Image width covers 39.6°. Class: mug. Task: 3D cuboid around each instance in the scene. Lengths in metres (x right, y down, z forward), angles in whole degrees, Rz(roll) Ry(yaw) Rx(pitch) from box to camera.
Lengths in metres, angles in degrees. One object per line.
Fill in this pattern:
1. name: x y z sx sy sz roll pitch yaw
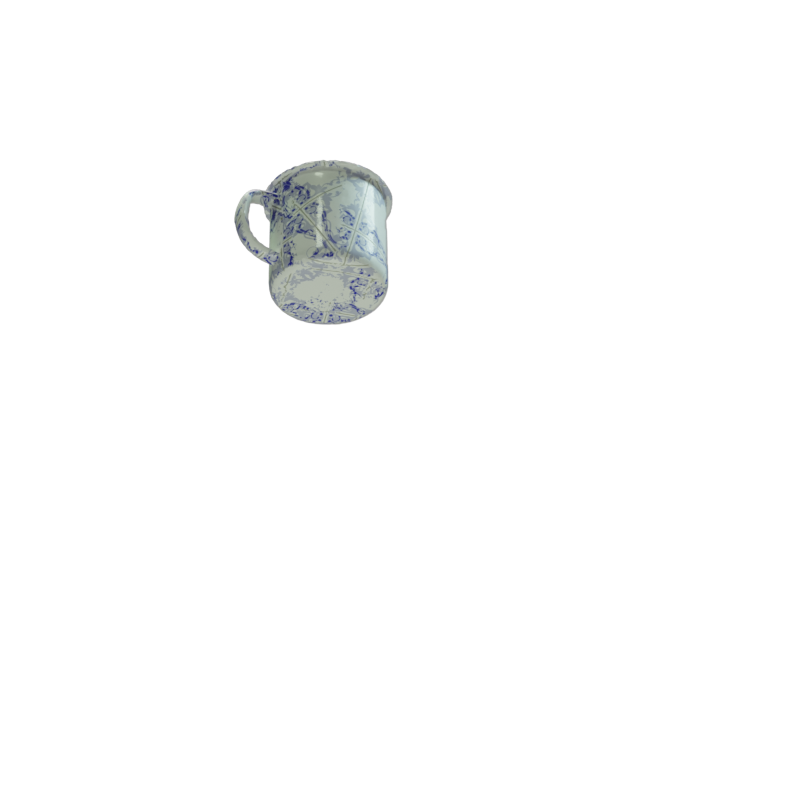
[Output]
1. mug: -0.060 -0.109 0.767 0.112 0.087 0.091 19 -39 -27
